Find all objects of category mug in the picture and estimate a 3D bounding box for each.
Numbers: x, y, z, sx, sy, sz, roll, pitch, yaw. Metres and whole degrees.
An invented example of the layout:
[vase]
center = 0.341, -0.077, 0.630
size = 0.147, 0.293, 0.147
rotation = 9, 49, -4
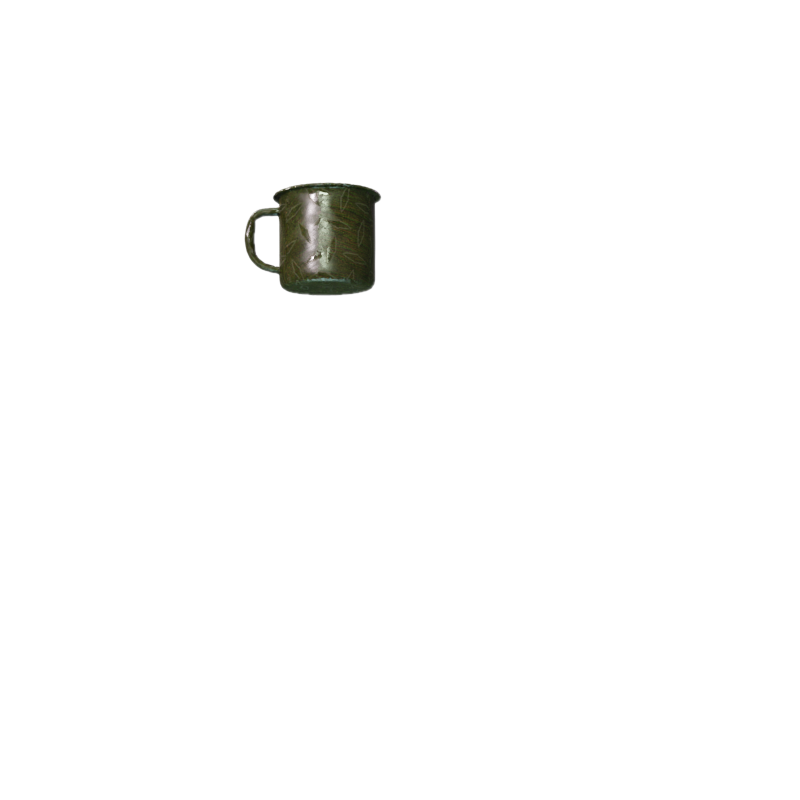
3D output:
[mug]
center = -0.074, -0.135, 0.945
size = 0.115, 0.084, 0.093
rotation = 1, -7, -11
